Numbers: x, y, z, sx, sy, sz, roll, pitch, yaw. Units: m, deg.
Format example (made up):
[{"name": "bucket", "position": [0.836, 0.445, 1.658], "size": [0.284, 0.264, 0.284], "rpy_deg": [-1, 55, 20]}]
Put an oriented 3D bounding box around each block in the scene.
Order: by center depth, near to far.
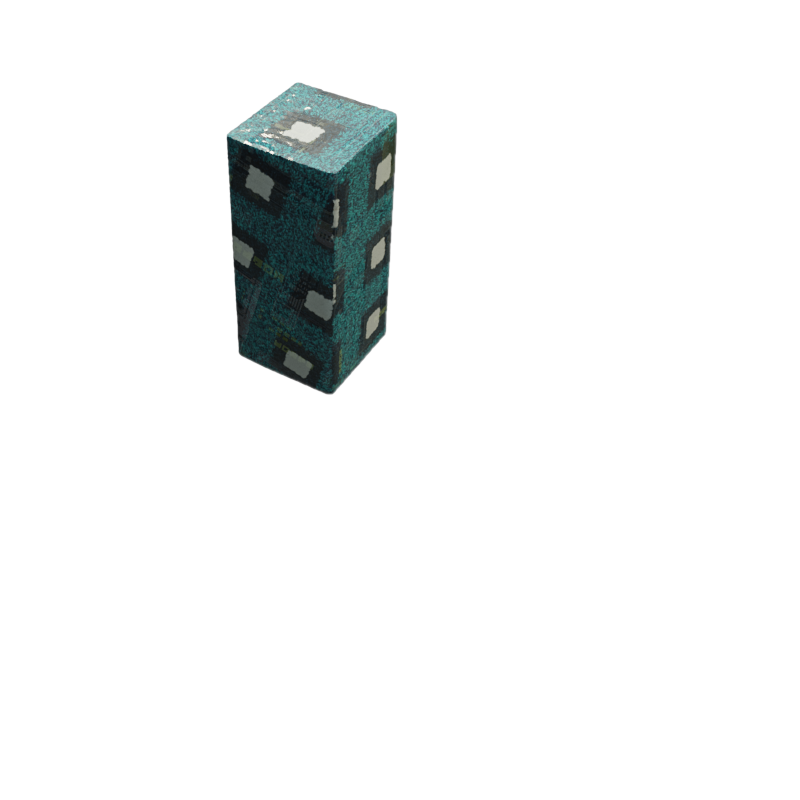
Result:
[{"name": "block", "position": [-0.064, -0.118, 0.829], "size": [0.094, 0.192, 0.093], "rpy_deg": [23, 45, 21]}]
